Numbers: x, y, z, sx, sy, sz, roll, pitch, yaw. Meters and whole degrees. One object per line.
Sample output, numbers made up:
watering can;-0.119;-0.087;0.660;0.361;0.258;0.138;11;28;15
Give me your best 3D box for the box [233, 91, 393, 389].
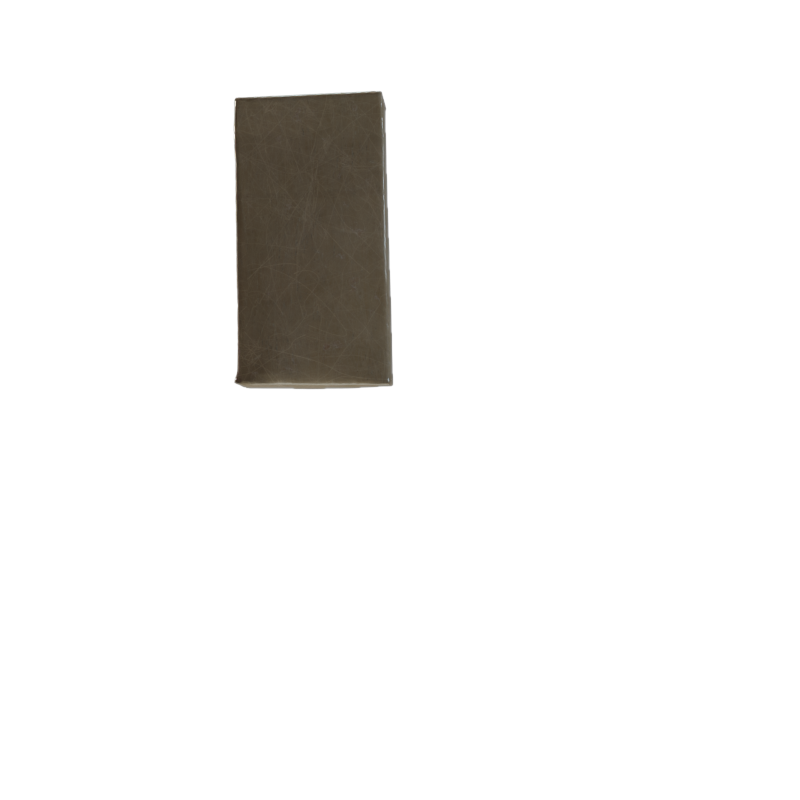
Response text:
box;-0.053;-0.096;0.674;0.094;0.180;0.047;-1;-9;5
